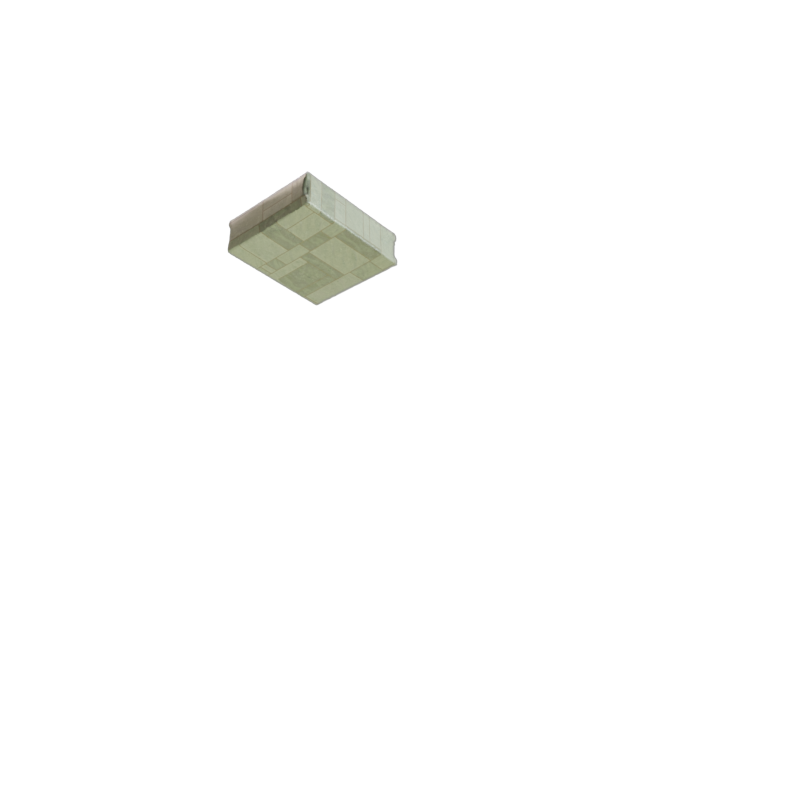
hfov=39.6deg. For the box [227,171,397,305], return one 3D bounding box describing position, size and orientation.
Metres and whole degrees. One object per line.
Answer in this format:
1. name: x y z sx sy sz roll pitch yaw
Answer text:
1. box: -0.057 -0.104 0.731 0.073 0.032 0.083 -26 -41 34
